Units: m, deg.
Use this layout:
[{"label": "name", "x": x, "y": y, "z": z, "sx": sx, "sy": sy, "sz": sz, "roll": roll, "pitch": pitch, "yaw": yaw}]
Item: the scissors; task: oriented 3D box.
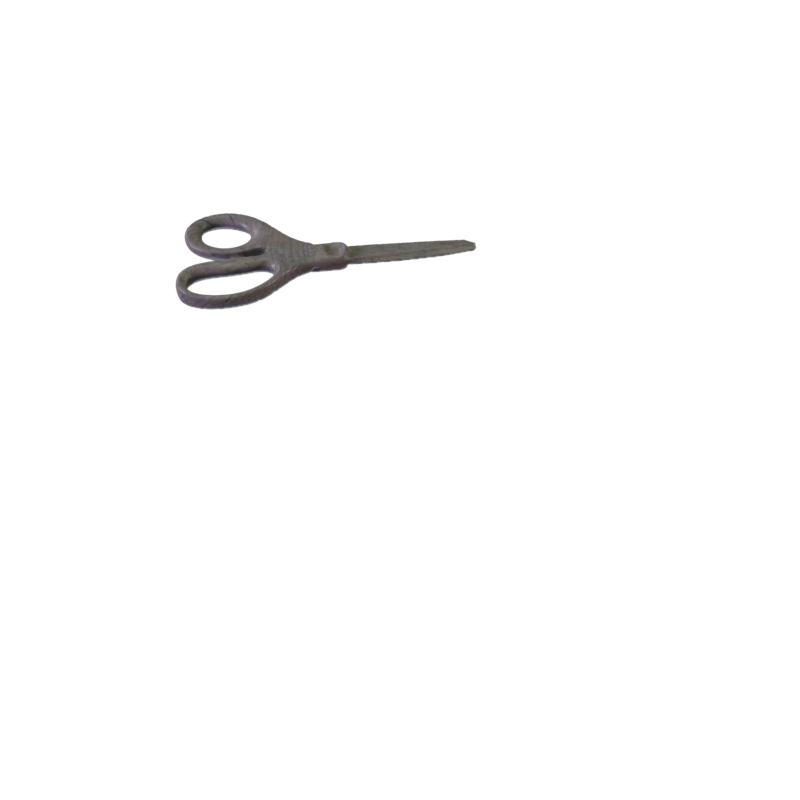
[{"label": "scissors", "x": -0.059, "y": -0.108, "z": 0.757, "sx": 0.199, "sy": 0.015, "sz": 0.104, "roll": -17, "pitch": 47, "yaw": -17}]
